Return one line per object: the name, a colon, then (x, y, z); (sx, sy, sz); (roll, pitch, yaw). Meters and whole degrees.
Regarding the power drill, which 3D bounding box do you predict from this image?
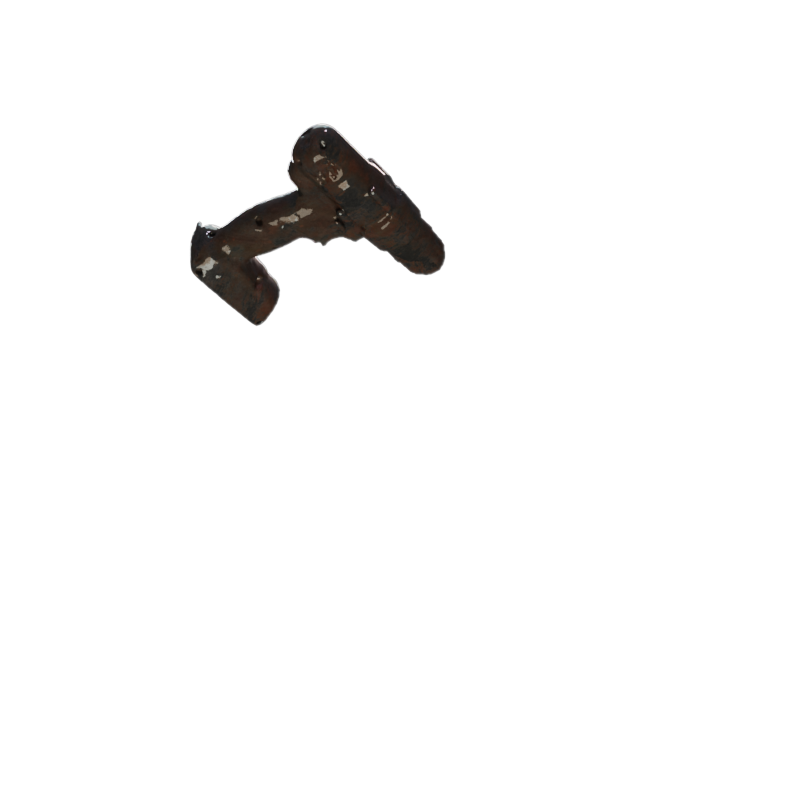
power drill: (-0.077, -0.140, 0.977); (0.187, 0.062, 0.172); (-30, -54, 24)
